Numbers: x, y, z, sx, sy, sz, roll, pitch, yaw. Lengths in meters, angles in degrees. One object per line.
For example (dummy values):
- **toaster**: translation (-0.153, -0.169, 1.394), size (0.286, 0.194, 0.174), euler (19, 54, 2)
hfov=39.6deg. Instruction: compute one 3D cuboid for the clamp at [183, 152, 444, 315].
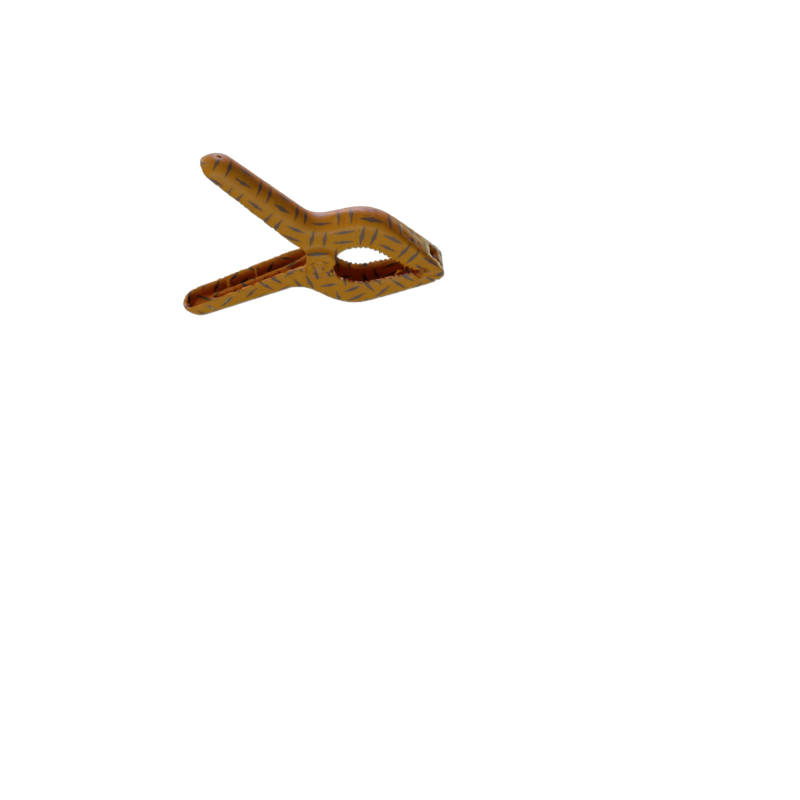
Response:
- **clamp**: translation (-0.068, -0.125, 0.873), size (0.209, 0.039, 0.154), euler (2, -41, -3)
